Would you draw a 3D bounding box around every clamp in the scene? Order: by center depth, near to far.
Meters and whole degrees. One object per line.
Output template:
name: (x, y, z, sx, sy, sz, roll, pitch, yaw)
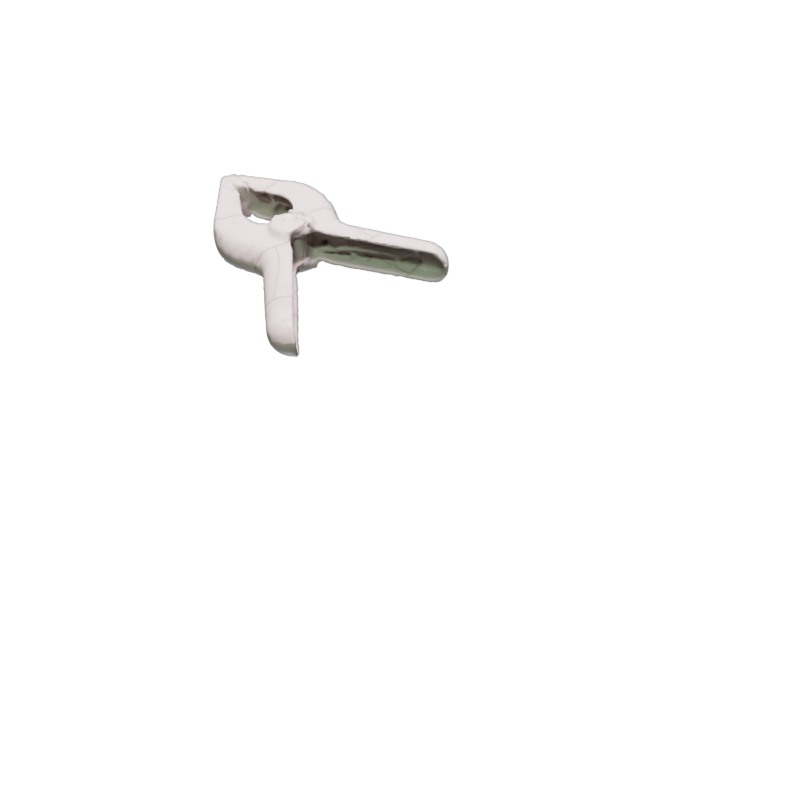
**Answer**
clamp: (-0.054, -0.098, 0.688, 0.119, 0.037, 0.186, -18, 43, -20)
